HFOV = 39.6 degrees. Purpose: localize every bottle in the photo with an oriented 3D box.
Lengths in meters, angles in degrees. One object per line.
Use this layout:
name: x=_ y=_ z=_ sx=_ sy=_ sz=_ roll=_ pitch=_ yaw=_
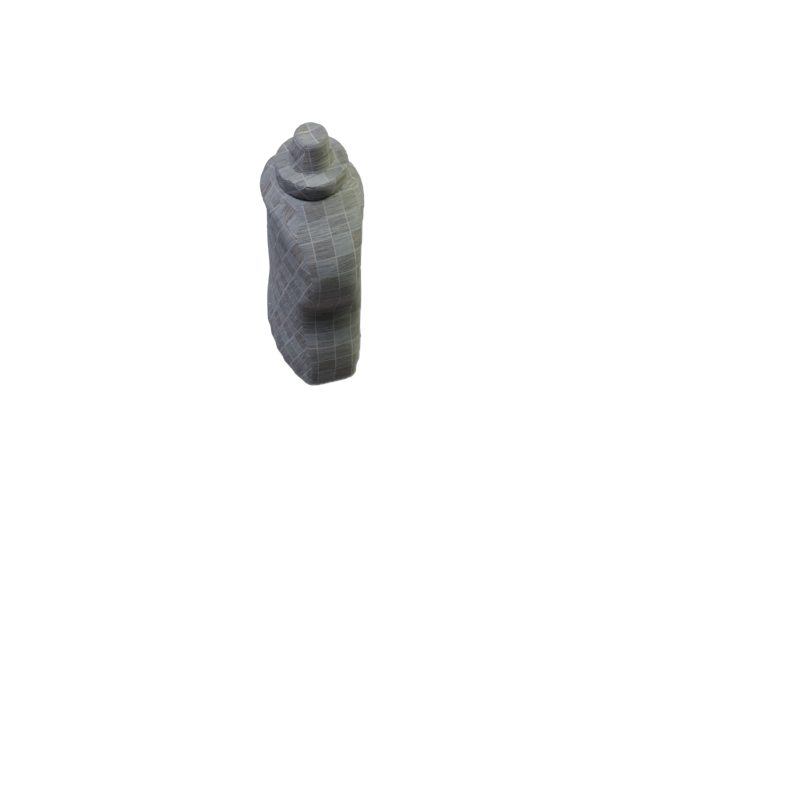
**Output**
bottle: x=-0.053 y=-0.095 z=0.668 sx=0.058 sy=0.103 sz=0.179 roll=-11 pitch=-31 yaw=-11
